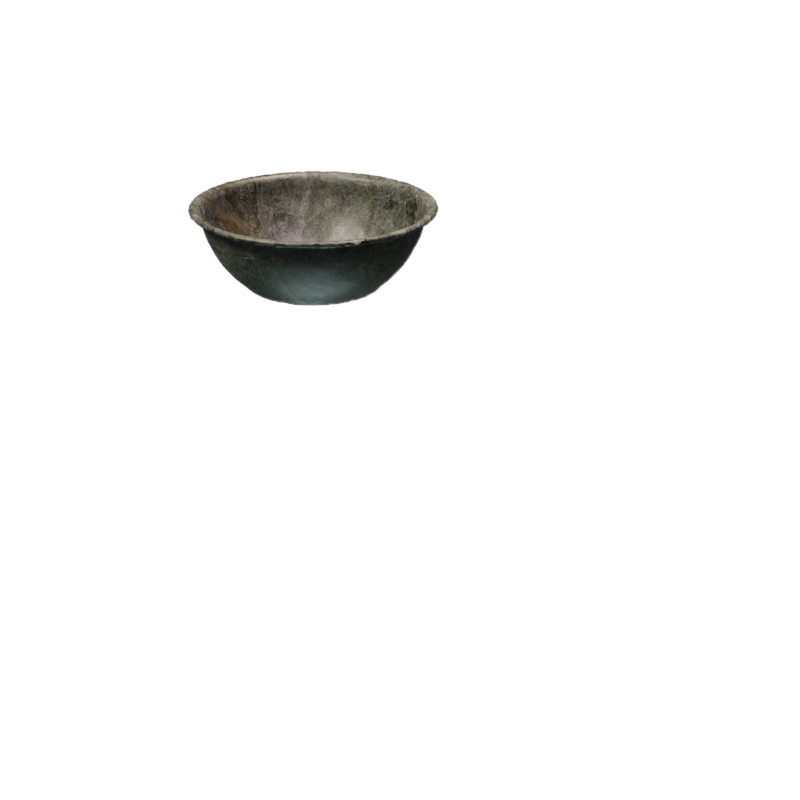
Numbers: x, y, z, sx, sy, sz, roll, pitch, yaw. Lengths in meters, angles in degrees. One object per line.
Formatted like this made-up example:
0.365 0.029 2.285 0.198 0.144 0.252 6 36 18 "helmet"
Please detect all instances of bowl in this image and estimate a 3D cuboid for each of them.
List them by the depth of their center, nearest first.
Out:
-0.057 -0.104 0.727 0.162 0.052 0.171 -1 25 -2 "bowl"
